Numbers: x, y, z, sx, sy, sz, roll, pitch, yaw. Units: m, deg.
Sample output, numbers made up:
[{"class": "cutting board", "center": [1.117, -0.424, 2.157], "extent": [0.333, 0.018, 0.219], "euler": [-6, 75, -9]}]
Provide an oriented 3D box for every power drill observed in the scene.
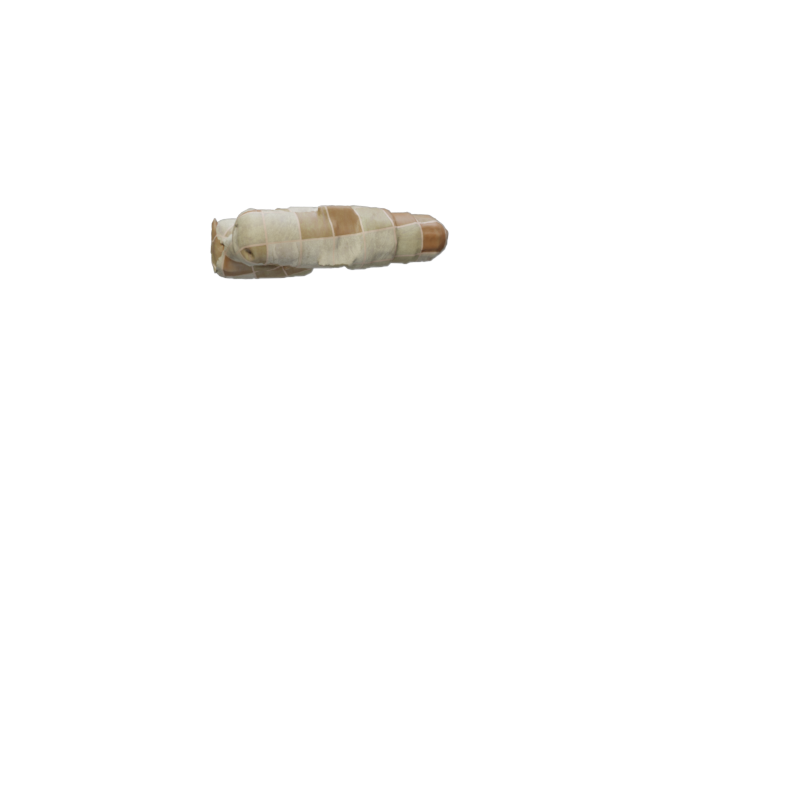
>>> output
[{"class": "power drill", "center": [-0.075, -0.137, 0.961], "extent": [0.179, 0.058, 0.192], "euler": [-1, 2, -24]}]
